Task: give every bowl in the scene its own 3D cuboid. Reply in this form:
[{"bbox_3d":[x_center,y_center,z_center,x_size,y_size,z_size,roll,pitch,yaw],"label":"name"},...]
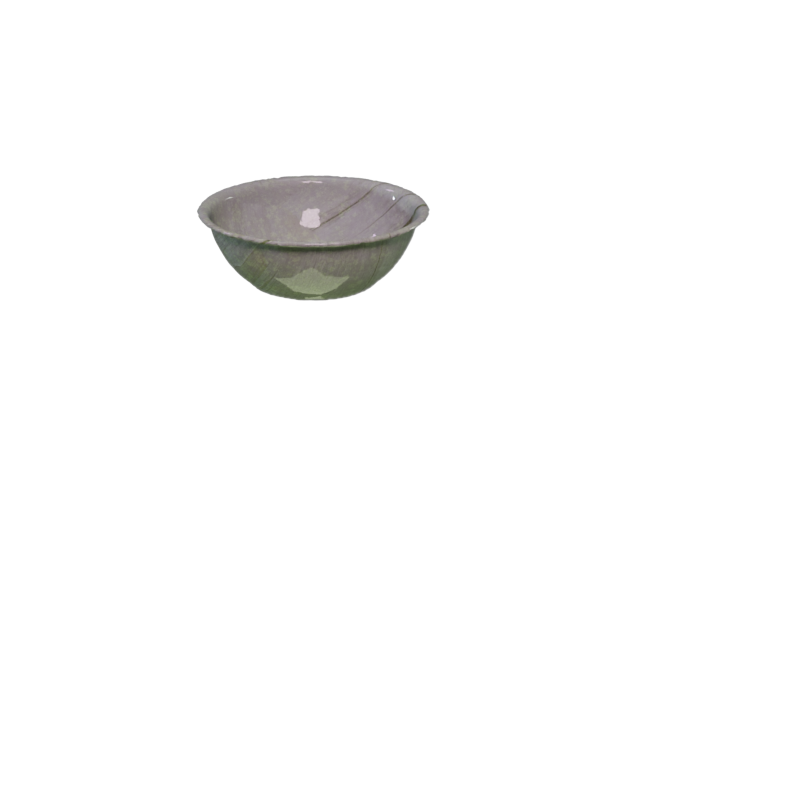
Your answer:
[{"bbox_3d":[-0.061,-0.112,0.785,0.162,0.052,0.170,-1,25,-2],"label":"bowl"}]
